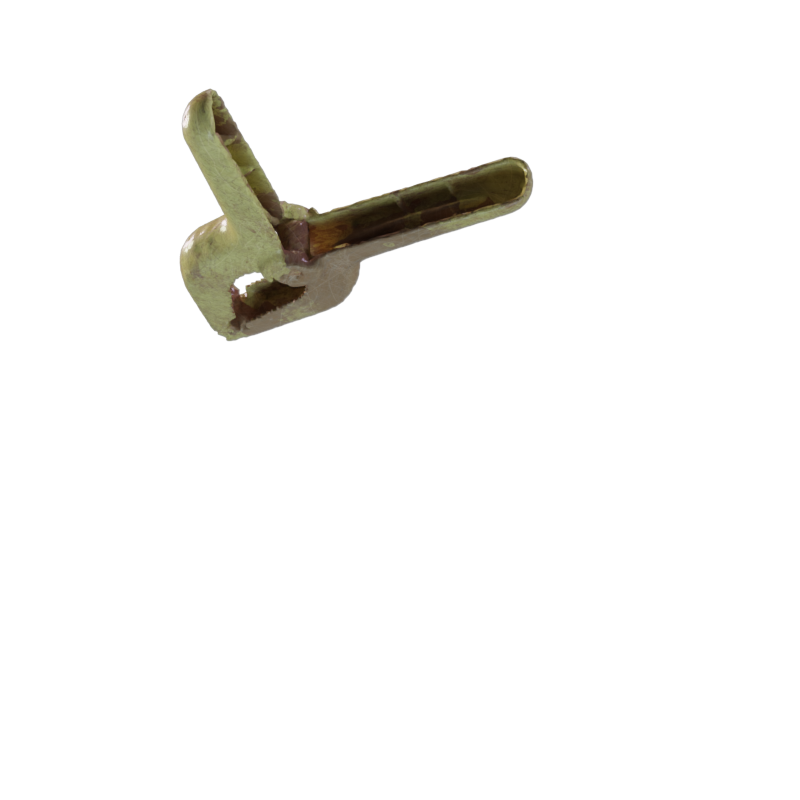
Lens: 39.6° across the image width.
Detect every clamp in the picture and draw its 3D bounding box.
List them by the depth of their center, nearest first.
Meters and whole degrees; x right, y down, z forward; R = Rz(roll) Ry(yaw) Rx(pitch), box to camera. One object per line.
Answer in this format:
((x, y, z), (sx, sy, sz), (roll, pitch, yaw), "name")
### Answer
((-0.043, -0.079, 0.556), (0.160, 0.038, 0.204), (7, -23, -17), "clamp")
